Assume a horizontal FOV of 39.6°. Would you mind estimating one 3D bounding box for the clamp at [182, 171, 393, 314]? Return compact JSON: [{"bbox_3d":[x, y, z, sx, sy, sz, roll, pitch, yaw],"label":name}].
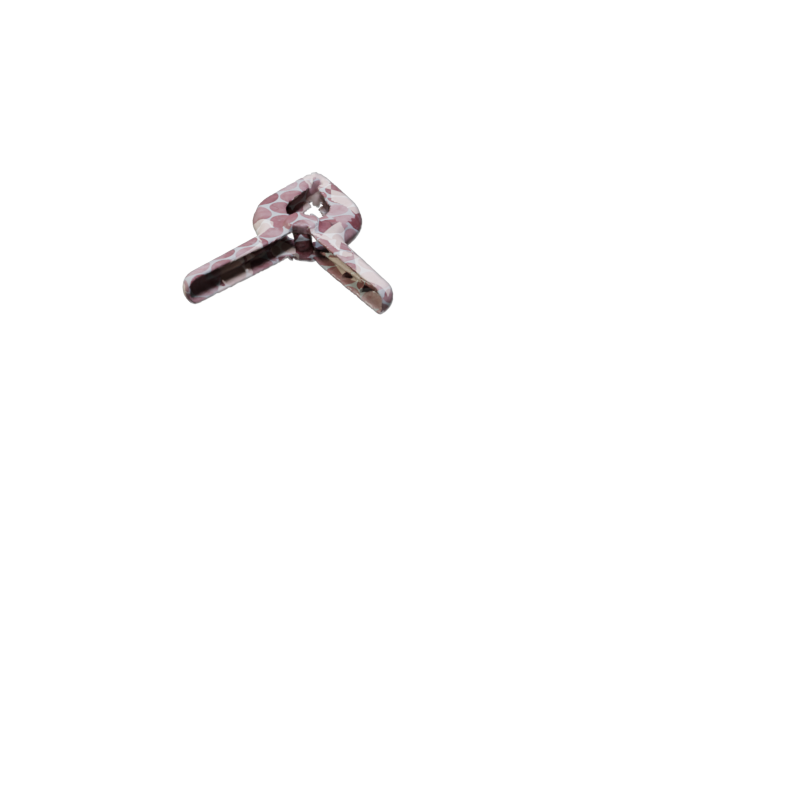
[{"bbox_3d":[-0.073,-0.133,0.934,0.167,0.034,0.220,7,35,10],"label":"clamp"}]
